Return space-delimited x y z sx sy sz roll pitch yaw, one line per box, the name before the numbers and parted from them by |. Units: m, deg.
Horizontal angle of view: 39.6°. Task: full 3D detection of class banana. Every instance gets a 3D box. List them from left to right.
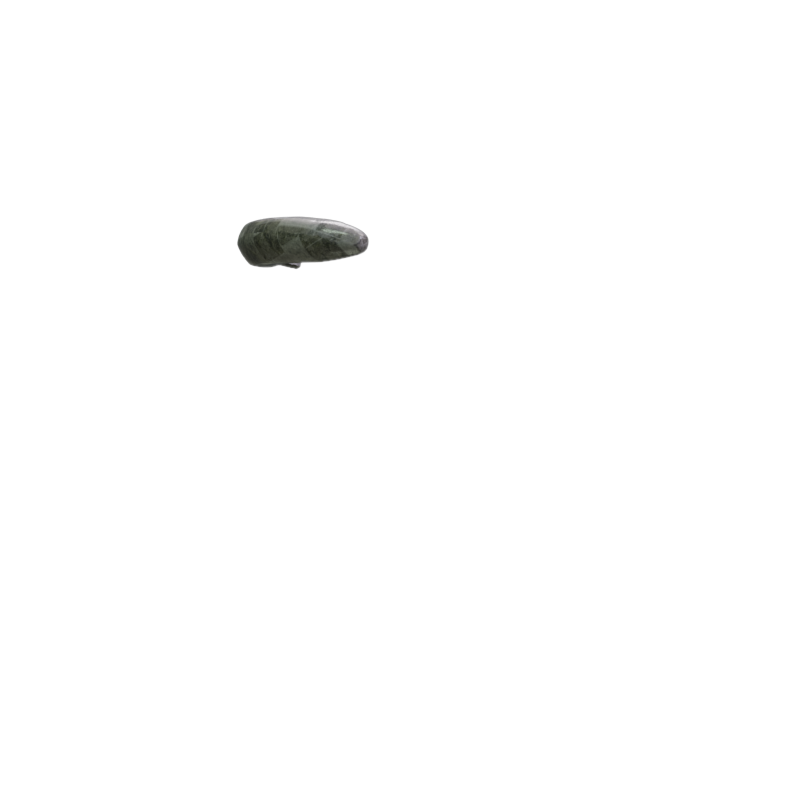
banana | -0.086 -0.123 0.861 0.068 0.037 0.203 -1 5 -19
